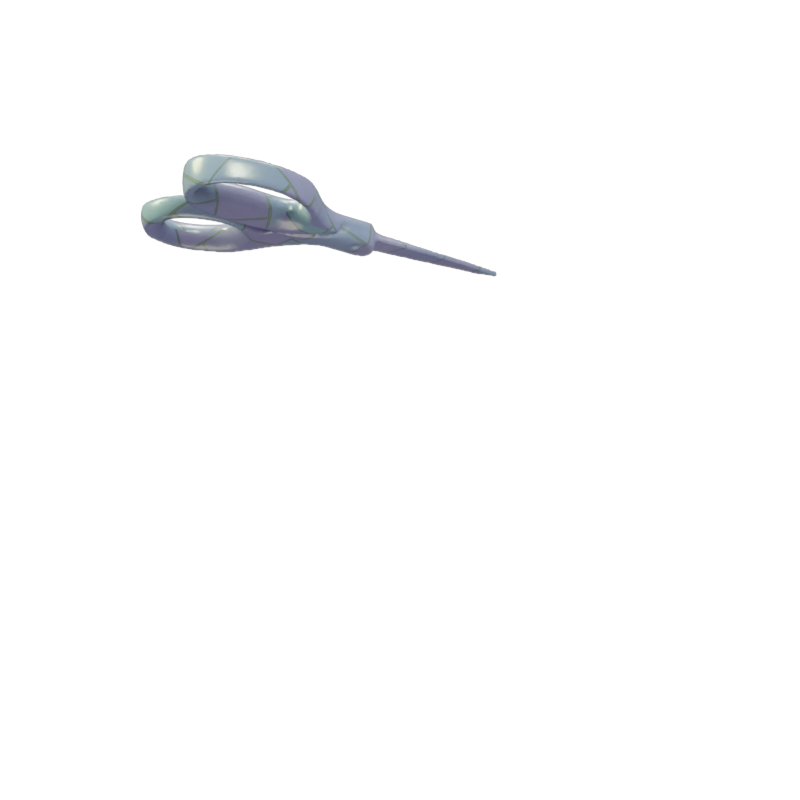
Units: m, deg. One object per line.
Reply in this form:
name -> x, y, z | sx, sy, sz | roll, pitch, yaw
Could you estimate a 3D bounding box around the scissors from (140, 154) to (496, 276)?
scissors -> -0.043, -0.078, 0.548 | 0.098, 0.016, 0.190 | -9, -16, 35
